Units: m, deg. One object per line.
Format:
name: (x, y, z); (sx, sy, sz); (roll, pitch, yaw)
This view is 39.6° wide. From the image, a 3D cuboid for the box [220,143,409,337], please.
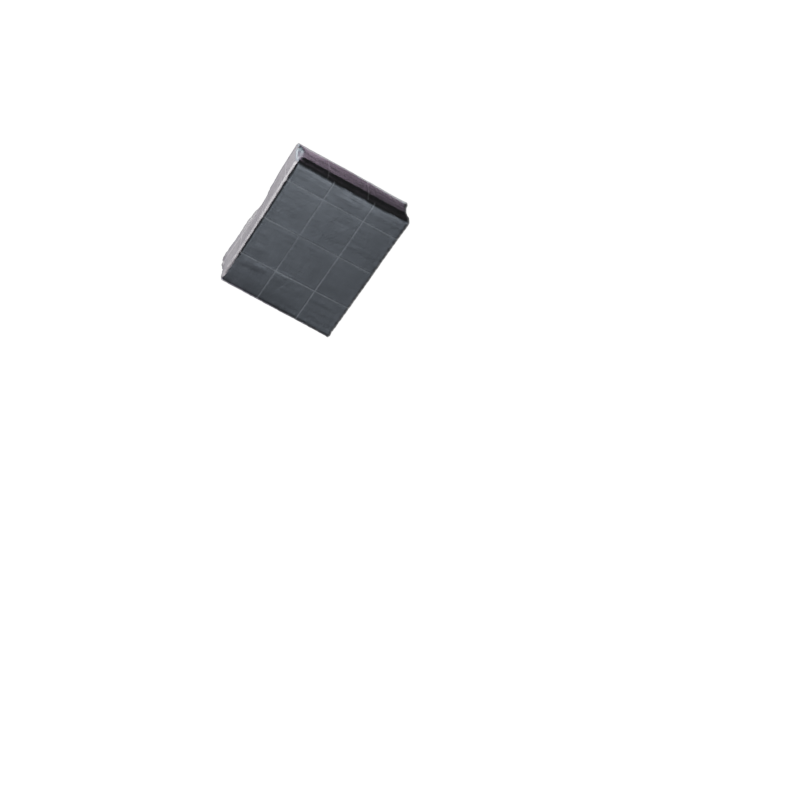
box: (-0.049, -0.089, 0.626); (0.071, 0.087, 0.032); (29, 26, -16)
